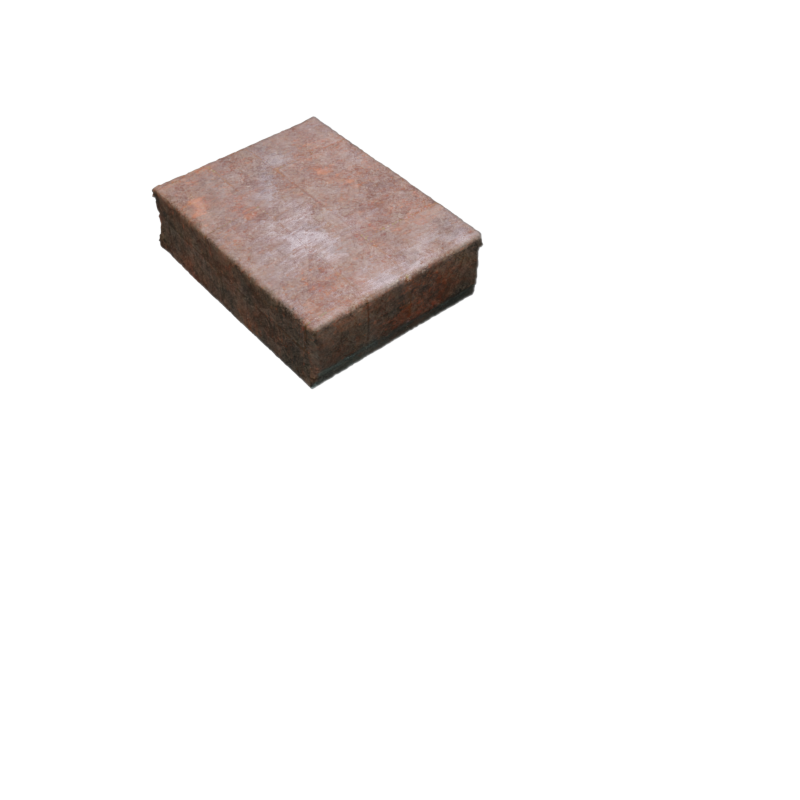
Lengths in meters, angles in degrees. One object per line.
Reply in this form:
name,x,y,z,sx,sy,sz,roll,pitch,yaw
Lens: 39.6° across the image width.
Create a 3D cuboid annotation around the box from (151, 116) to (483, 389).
box,-0.037,-0.067,0.468,0.090,0.036,0.122,-30,50,-29
